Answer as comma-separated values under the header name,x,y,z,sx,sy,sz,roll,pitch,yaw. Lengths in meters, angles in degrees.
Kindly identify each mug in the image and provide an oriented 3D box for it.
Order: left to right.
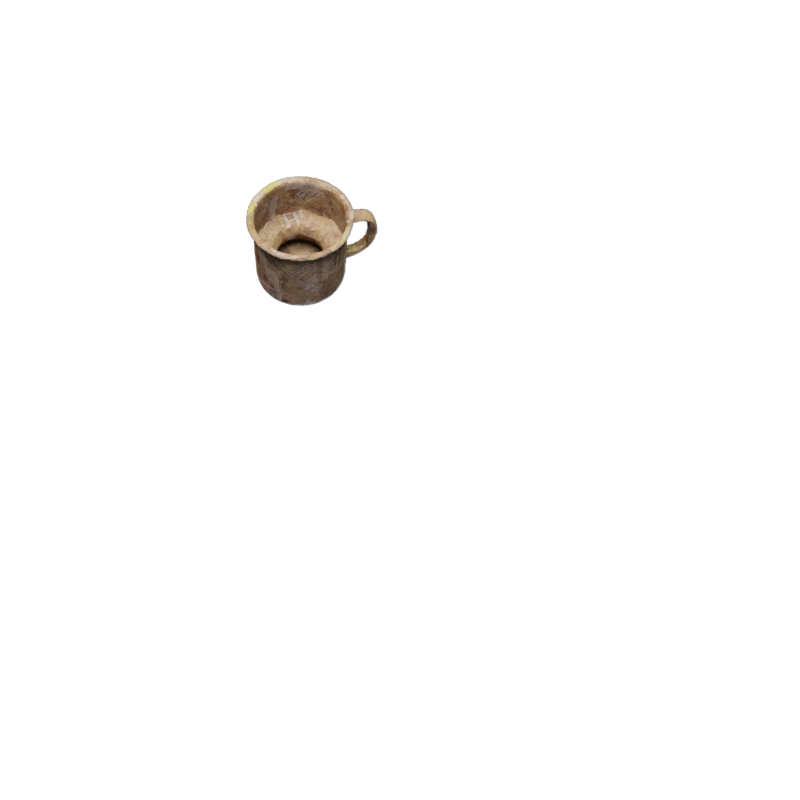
name,x,y,z,sx,sy,sz,roll,pitch,yaw
mug,-0.077,-0.141,0.984,0.116,0.100,0.076,-16,-32,-12
